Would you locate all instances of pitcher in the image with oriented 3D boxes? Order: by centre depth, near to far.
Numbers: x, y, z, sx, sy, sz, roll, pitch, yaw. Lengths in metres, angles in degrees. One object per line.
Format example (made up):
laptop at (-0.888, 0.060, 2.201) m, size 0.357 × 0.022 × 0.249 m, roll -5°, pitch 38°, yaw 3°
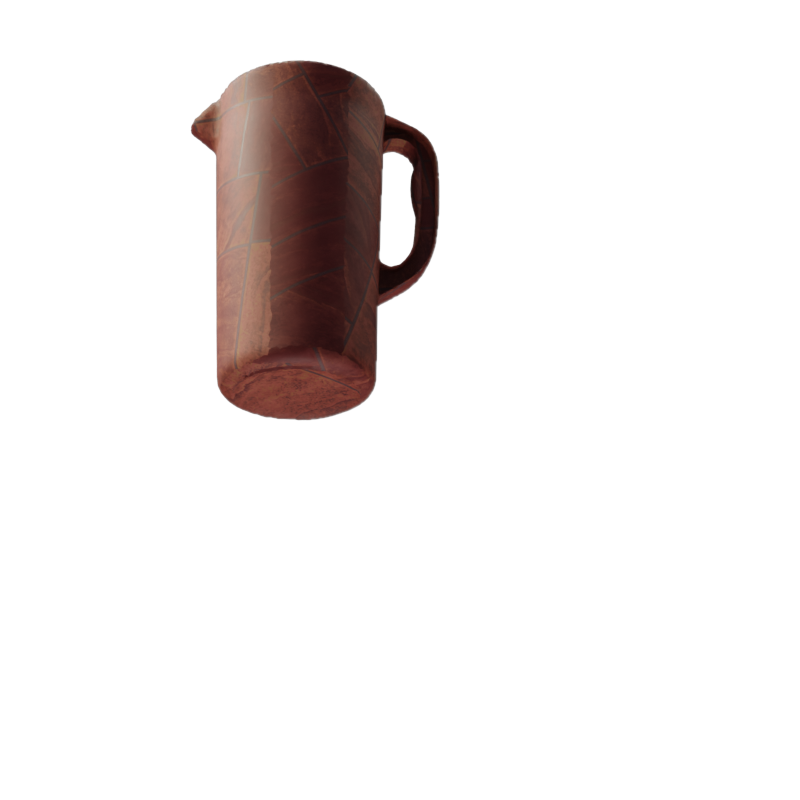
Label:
pitcher at (-0.063, -0.115, 0.806) m, size 0.151 × 0.258 × 0.135 m, roll -20°, pitch -33°, yaw 30°
